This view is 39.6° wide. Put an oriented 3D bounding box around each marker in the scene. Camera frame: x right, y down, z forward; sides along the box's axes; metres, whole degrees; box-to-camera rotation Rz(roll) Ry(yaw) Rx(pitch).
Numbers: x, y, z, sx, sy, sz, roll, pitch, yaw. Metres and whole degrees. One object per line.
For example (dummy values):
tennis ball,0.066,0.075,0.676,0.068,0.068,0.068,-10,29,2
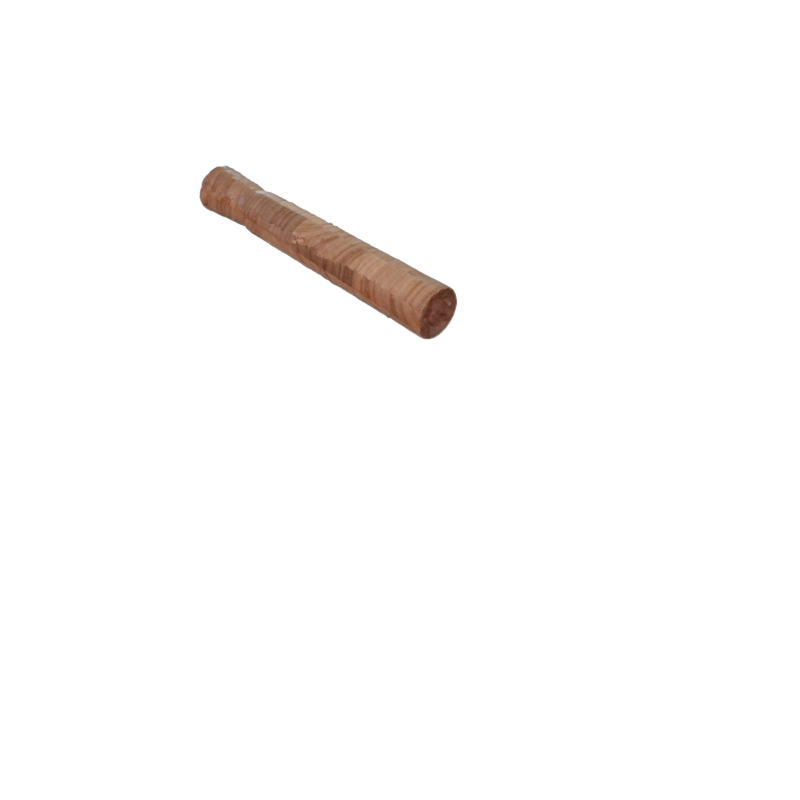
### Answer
marker,-0.031,-0.056,0.394,0.019,0.019,0.129,-4,29,-47
